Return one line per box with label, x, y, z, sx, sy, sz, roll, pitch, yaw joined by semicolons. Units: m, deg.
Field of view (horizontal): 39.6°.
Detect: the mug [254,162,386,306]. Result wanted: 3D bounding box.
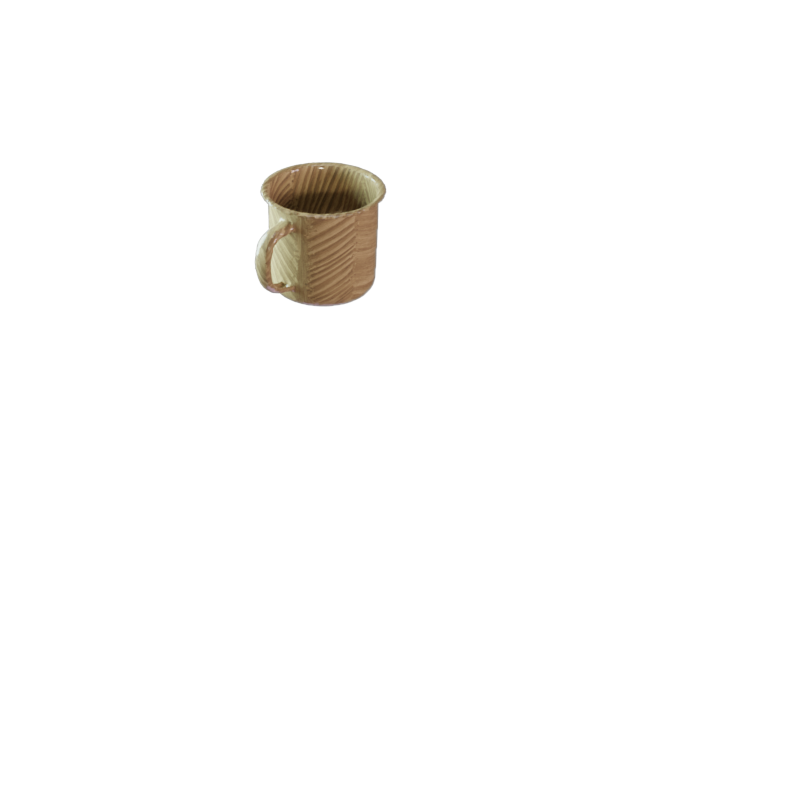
mug;-0.065;-0.119;0.831;0.098;0.077;0.118;22;39;28
